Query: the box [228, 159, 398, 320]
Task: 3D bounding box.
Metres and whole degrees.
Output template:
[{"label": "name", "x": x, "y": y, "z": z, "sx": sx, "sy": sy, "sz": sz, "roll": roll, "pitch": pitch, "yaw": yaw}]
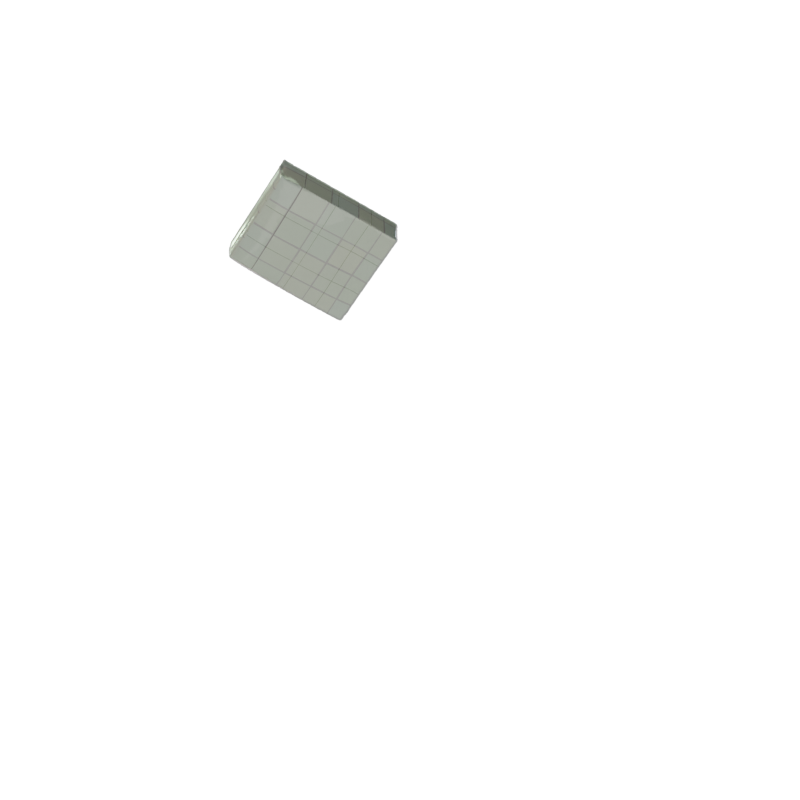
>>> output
[{"label": "box", "x": -0.071, "y": -0.130, "z": 0.912, "sx": 0.110, "sy": 0.088, "sz": 0.041, "roll": 29, "pitch": 24, "yaw": -14}]
